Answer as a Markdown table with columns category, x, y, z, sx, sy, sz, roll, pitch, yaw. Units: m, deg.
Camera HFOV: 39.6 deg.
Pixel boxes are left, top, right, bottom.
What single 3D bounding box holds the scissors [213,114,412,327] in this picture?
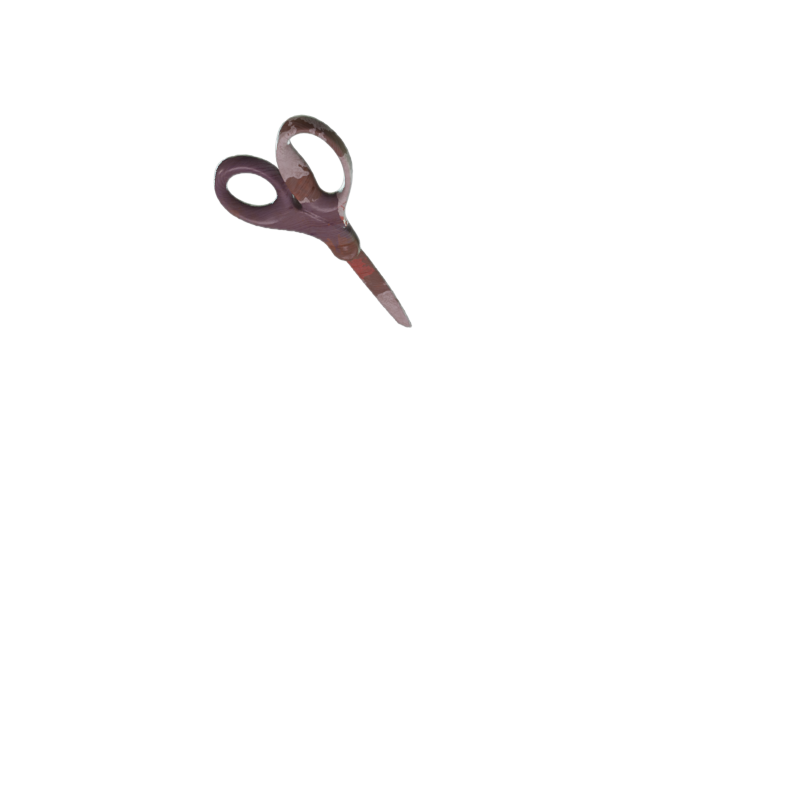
| category | x | y | z | sx | sy | sz | roll | pitch | yaw |
| --- | --- | --- | --- | --- | --- | --- | --- | --- | --- |
| scissors | -0.057 | -0.104 | 0.726 | 0.097 | 0.017 | 0.186 | -8 | -41 | 9 |
